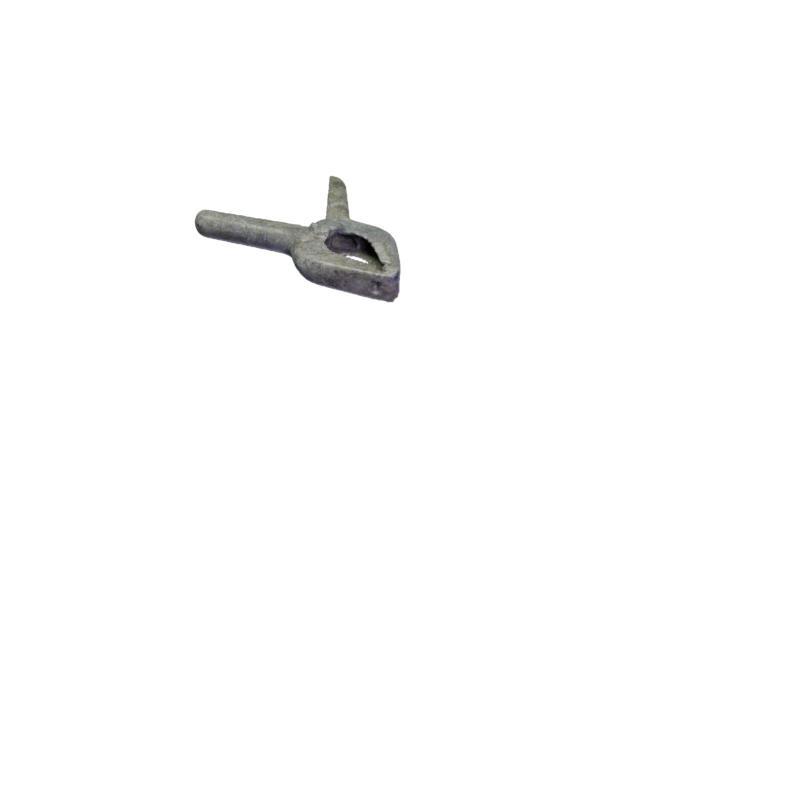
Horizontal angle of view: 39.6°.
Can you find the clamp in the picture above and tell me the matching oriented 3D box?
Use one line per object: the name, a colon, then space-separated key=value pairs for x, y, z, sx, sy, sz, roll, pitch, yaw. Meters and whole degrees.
clamp: x=-0.078 y=-0.142 z=0.996 sx=0.162 sy=0.034 sz=0.226 roll=-17 pitch=37 yaw=-24
